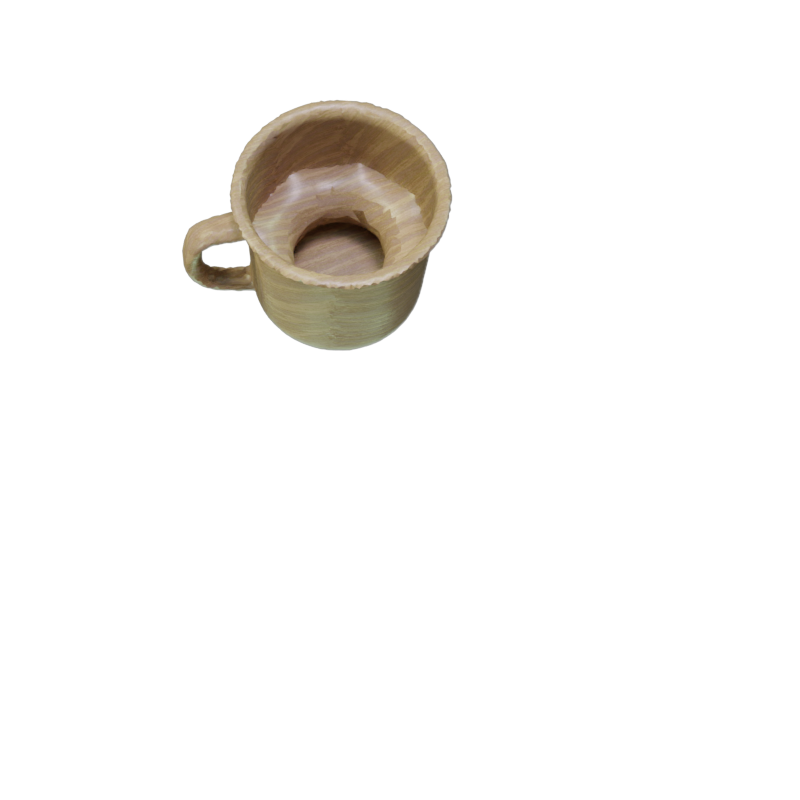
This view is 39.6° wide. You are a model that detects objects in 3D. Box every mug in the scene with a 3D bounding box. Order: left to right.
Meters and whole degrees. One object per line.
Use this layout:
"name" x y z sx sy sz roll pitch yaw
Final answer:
"mug" -0.039 -0.071 0.497 0.116 0.099 0.077 -13 -25 -8
